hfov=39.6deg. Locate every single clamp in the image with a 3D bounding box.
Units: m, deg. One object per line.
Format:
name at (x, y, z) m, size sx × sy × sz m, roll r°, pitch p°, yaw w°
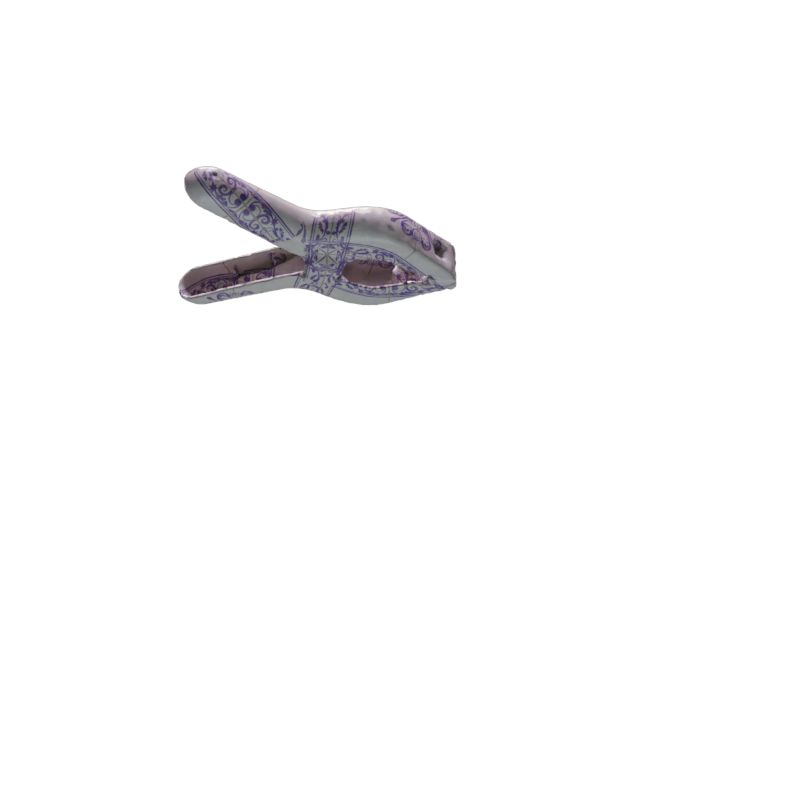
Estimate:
clamp at (-0.051, -0.093, 0.650) m, size 0.171 × 0.042 × 0.113 m, roll 0°, pitch -24°, yaw 0°
